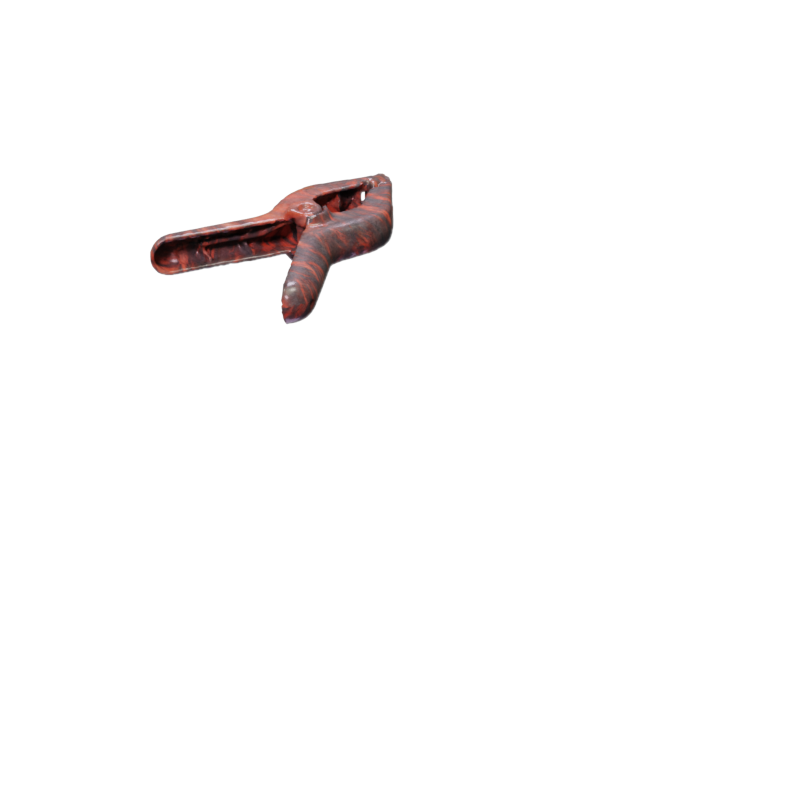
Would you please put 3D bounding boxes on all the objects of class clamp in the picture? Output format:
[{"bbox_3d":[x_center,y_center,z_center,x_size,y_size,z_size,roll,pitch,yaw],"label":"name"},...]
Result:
[{"bbox_3d":[-0.053,-0.097,0.683,0.171,0.037,0.128,-30,46,-33],"label":"clamp"}]
